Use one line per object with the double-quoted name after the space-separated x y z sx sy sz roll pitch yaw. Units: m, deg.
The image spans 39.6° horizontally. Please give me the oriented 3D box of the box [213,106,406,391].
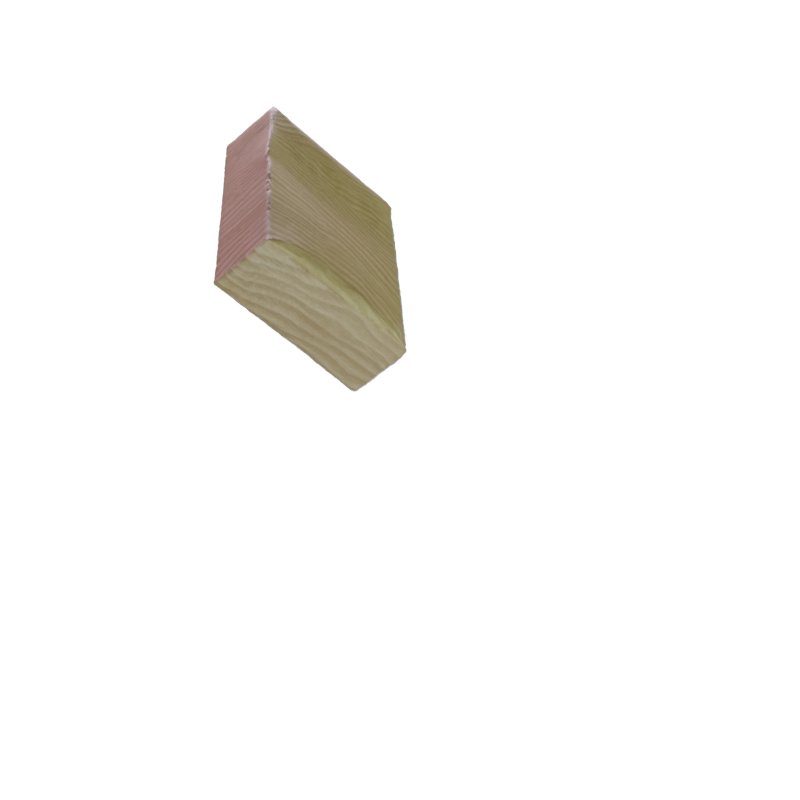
-0.075 -0.137 0.960 0.071 0.229 0.155 -38 -58 25 "box"
